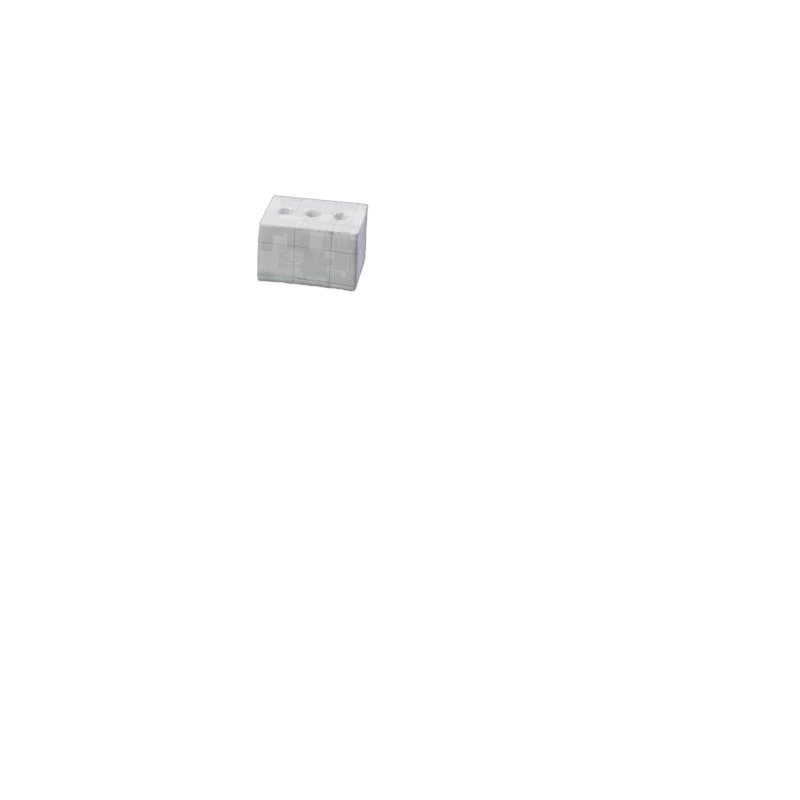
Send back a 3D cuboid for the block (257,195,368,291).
[{"bbox_3d":[-0.067,-0.122,0.854,0.079,0.048,0.055,6,33,8],"label":"block"}]
